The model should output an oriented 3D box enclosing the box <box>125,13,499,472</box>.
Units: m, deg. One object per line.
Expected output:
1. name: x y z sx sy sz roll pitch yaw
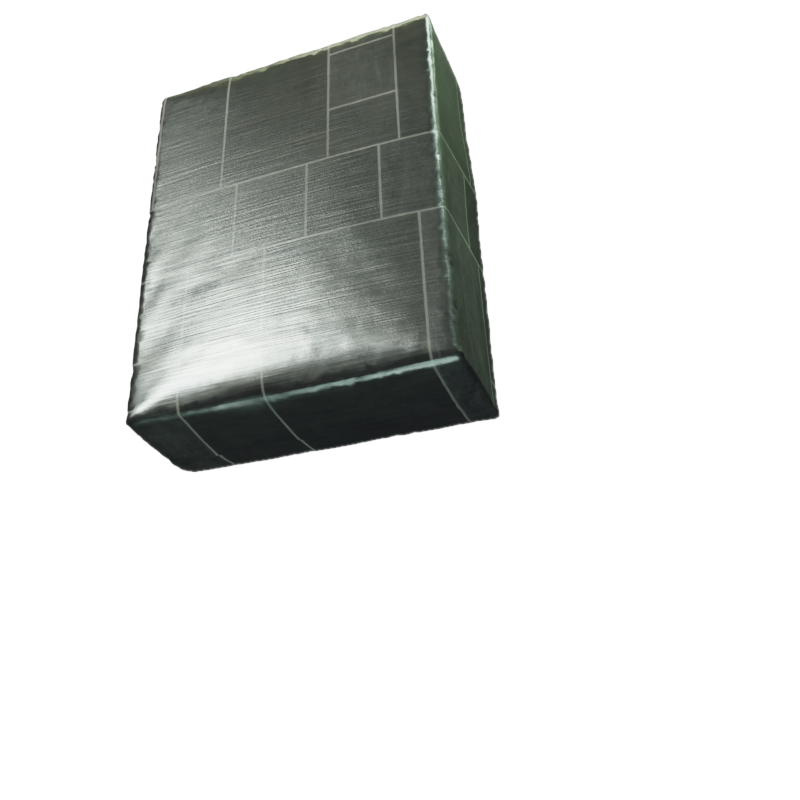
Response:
1. box: -0.045 -0.082 0.571 0.166 0.229 0.066 -14 -36 16
